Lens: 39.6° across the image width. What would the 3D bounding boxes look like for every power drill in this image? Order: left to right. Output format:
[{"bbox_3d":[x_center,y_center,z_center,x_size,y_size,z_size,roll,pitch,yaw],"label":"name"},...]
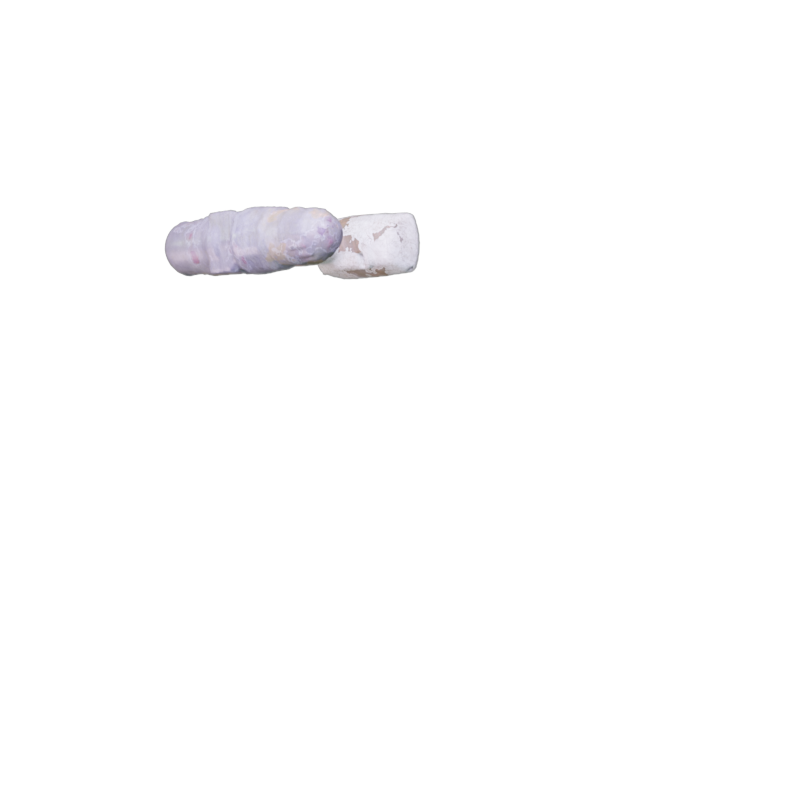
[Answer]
[{"bbox_3d":[-0.071,-0.130,0.908,0.192,0.057,0.180,4,6,43],"label":"power drill"}]
